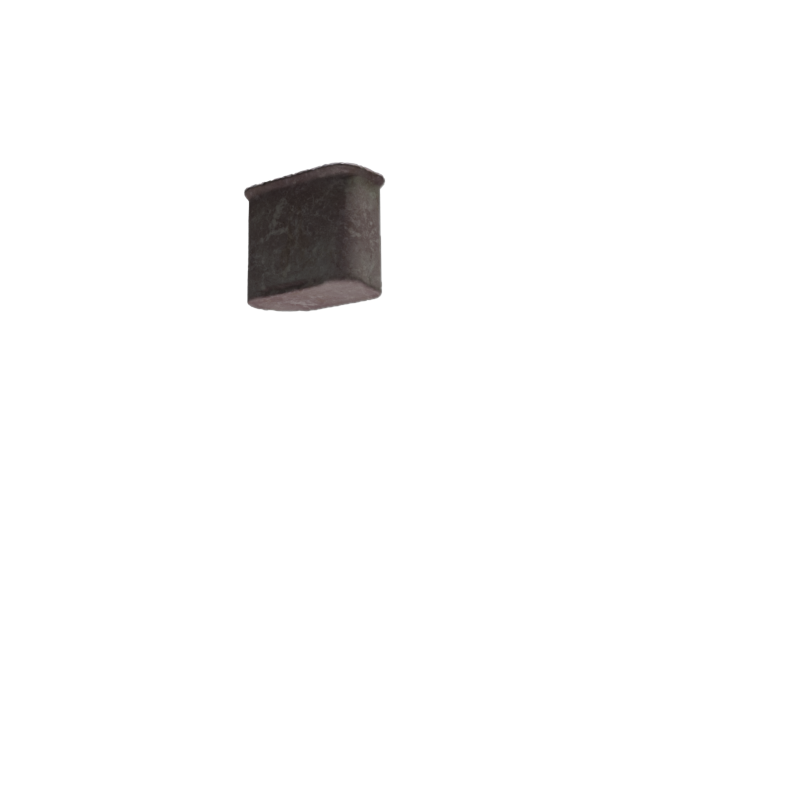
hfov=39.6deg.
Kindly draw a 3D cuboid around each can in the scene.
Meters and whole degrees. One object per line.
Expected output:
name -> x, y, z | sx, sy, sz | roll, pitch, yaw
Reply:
can -> -0.060, -0.110, 0.770 | 0.104, 0.087, 0.054 | -10, -17, 36
